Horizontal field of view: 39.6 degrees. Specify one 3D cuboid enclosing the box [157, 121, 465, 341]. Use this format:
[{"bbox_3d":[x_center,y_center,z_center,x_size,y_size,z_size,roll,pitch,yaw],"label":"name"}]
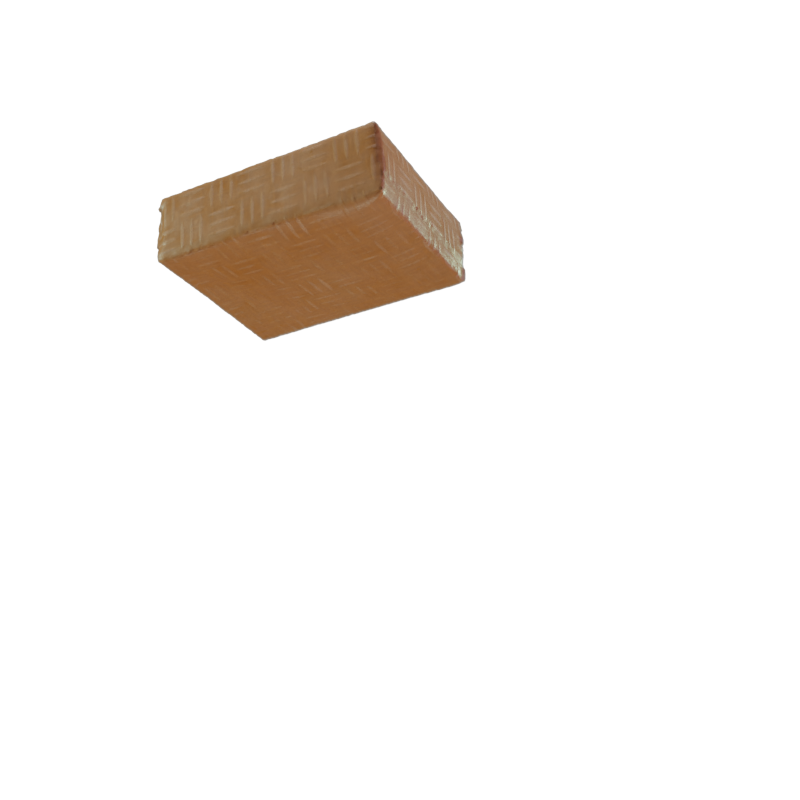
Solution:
[{"bbox_3d":[-0.039,-0.072,0.503,0.115,0.041,0.083,-13,-28,25],"label":"box"}]
